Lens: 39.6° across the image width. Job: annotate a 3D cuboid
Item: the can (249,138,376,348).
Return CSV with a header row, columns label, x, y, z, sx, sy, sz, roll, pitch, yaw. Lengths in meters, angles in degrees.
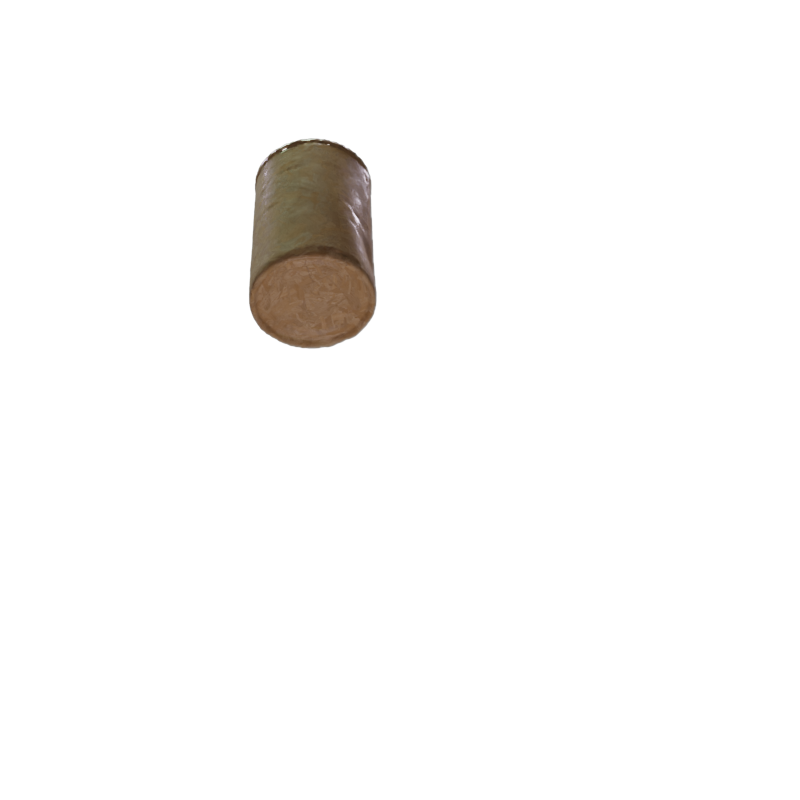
label,x,y,z,sx,sy,sz,roll,pitch,yaw
can,-0.047,-0.086,0.606,0.068,0.064,0.110,-1,44,-3
